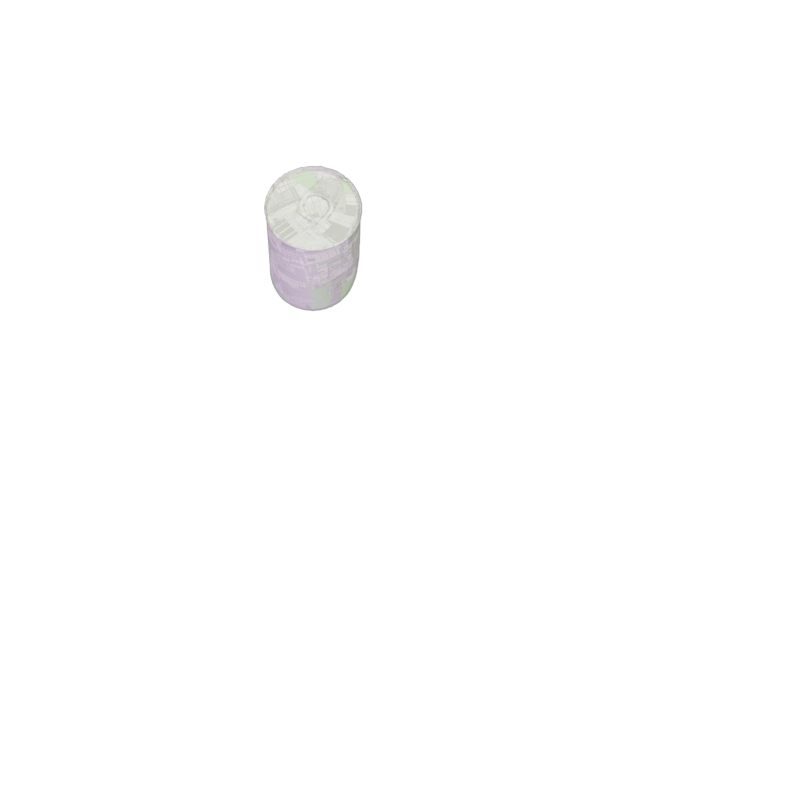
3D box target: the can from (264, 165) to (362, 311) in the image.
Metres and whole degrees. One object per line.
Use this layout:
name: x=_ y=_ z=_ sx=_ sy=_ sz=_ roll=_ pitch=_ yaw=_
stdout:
can: x=-0.063 y=-0.116 z=0.811 sx=0.068 sy=0.072 sz=0.097 roll=0 pitch=-24 yaw=-3
